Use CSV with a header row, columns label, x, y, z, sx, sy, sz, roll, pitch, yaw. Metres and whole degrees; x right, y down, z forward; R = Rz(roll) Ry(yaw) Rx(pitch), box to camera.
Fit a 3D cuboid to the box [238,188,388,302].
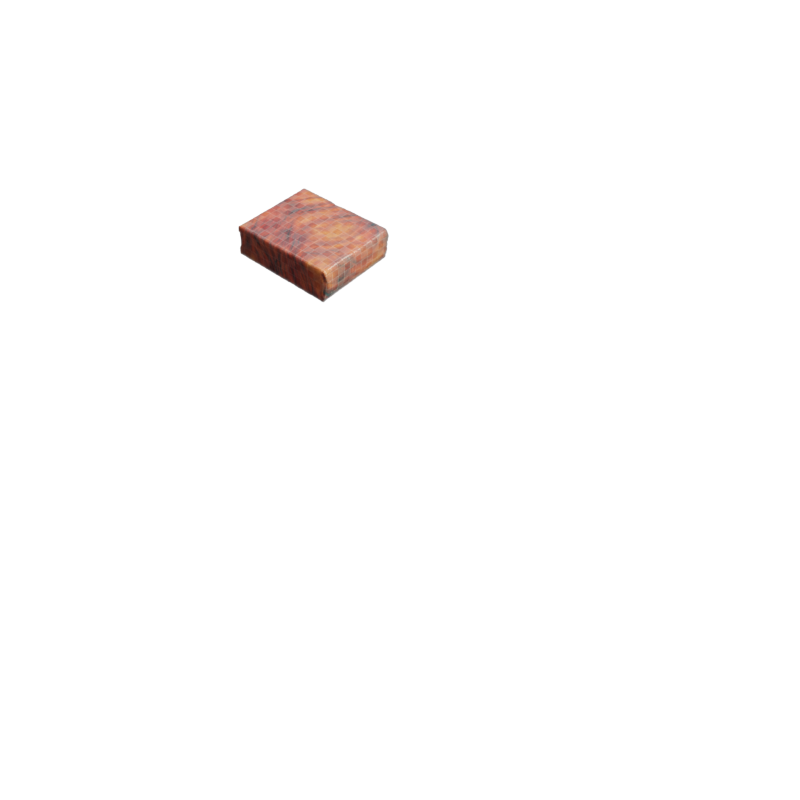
label,x,y,z,sx,sy,sz,roll,pitch,yaw
box,-0.066,-0.120,0.839,0.095,0.028,0.074,30,49,30
